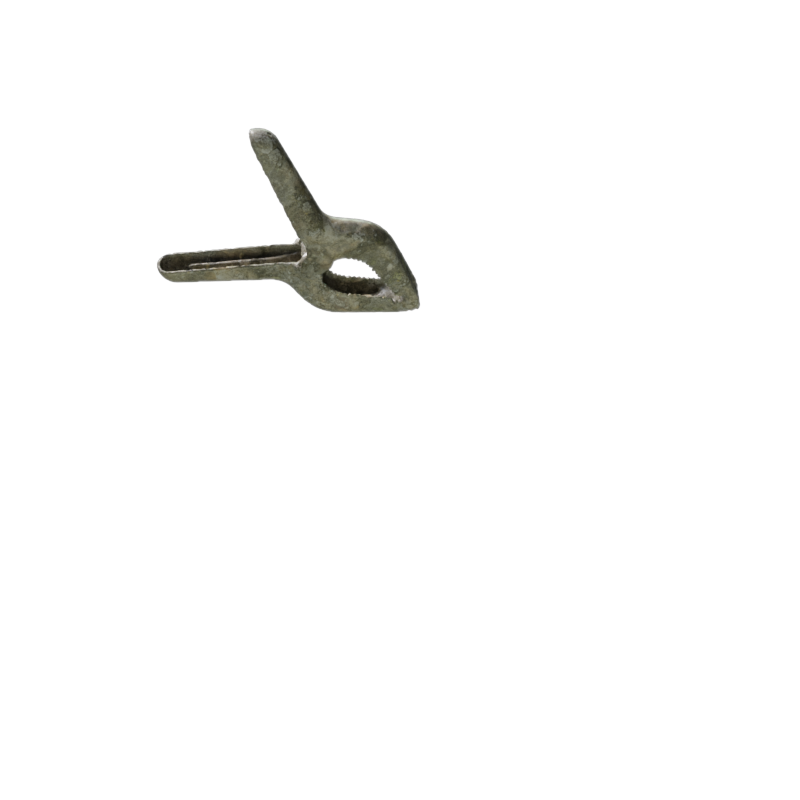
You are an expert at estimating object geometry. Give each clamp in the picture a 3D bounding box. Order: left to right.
[{"bbox_3d":[-0.069,-0.126,0.881,0.203,0.039,0.158,18,-46,-18],"label":"clamp"}]
